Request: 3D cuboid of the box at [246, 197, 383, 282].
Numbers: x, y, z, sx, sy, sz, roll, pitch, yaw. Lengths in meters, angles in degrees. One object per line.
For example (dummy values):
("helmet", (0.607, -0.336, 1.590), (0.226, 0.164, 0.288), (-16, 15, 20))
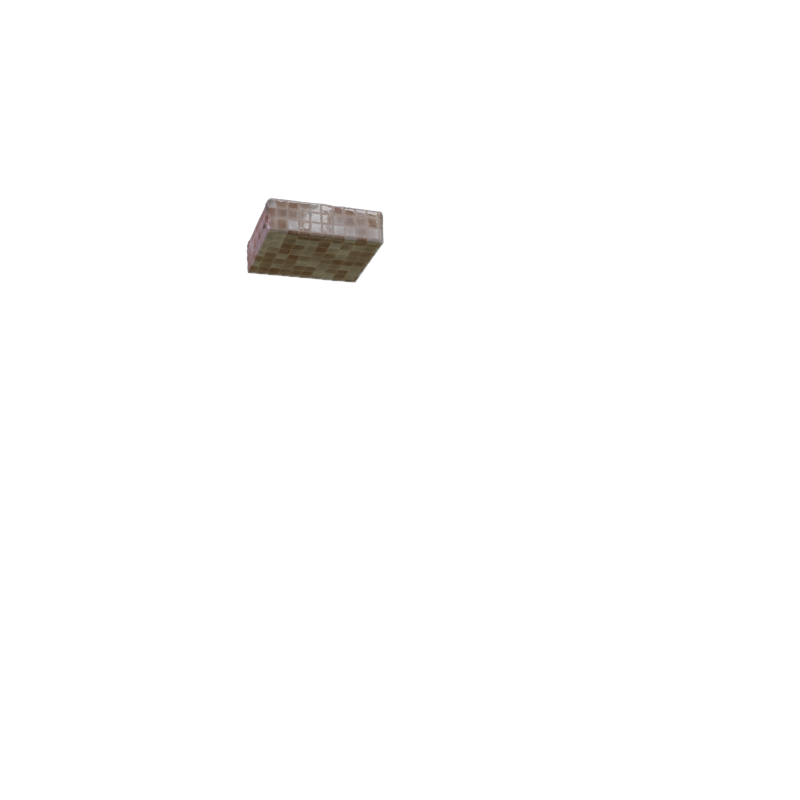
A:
("box", (-0.065, -0.118, 0.829), (0.087, 0.032, 0.071), (5, -21, -15))
